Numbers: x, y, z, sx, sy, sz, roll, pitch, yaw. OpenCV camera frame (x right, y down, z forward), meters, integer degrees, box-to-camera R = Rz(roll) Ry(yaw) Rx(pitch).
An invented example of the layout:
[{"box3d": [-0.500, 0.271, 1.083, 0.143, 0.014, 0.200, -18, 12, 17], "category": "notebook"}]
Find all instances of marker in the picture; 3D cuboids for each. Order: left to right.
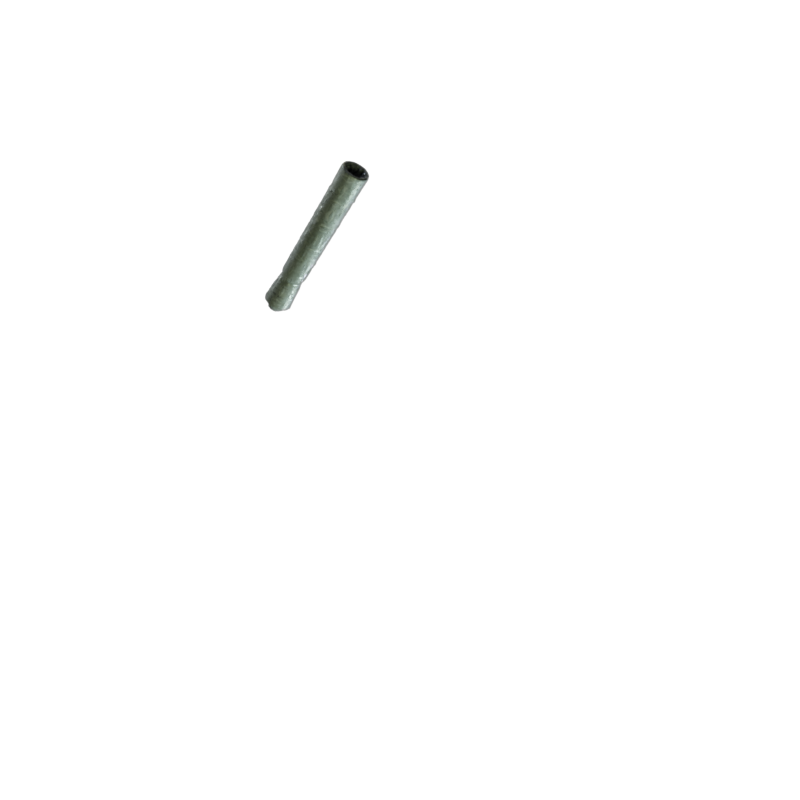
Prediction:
[{"box3d": [-0.055, -0.101, 0.708, 0.019, 0.117, 0.021, 22, 37, -20], "category": "marker"}]
